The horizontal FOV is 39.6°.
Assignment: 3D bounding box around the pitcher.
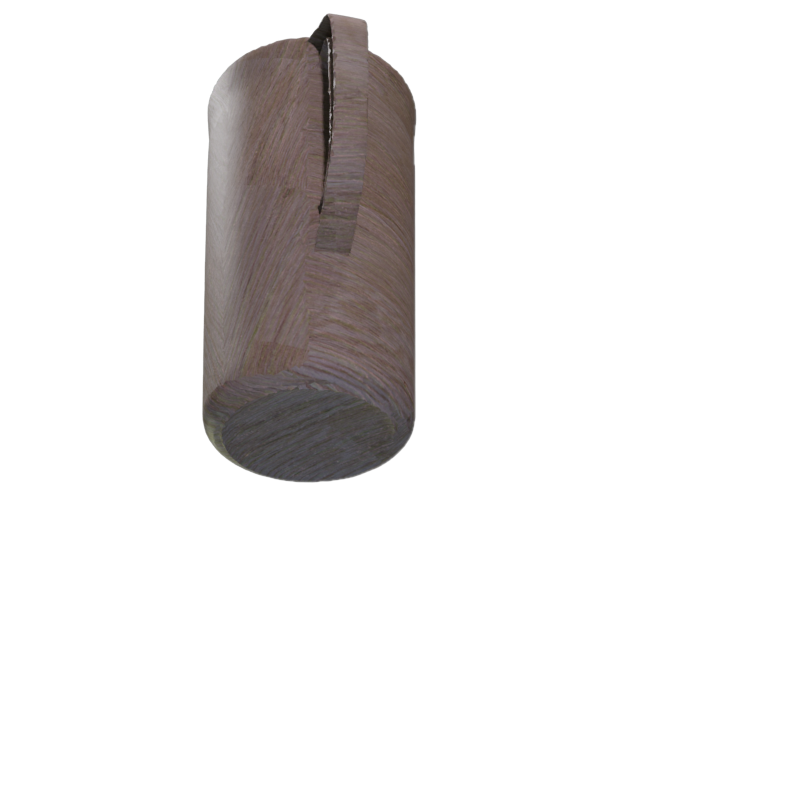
[{"bbox_3d":[-0.049,-0.089,0.624,0.146,0.261,0.138,-21,-42,22],"label":"pitcher"}]
